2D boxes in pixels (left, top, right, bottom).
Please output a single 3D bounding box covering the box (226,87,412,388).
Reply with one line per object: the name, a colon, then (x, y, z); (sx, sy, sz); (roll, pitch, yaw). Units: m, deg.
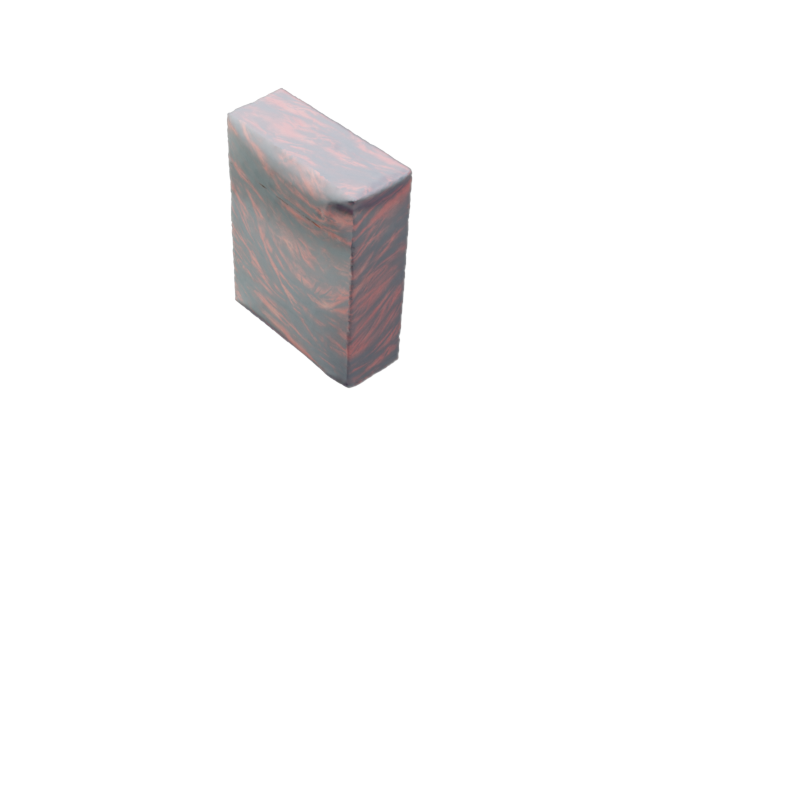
box: (-0.075, -0.137, 0.963); (0.072, 0.199, 0.176); (-30, 52, -31)
